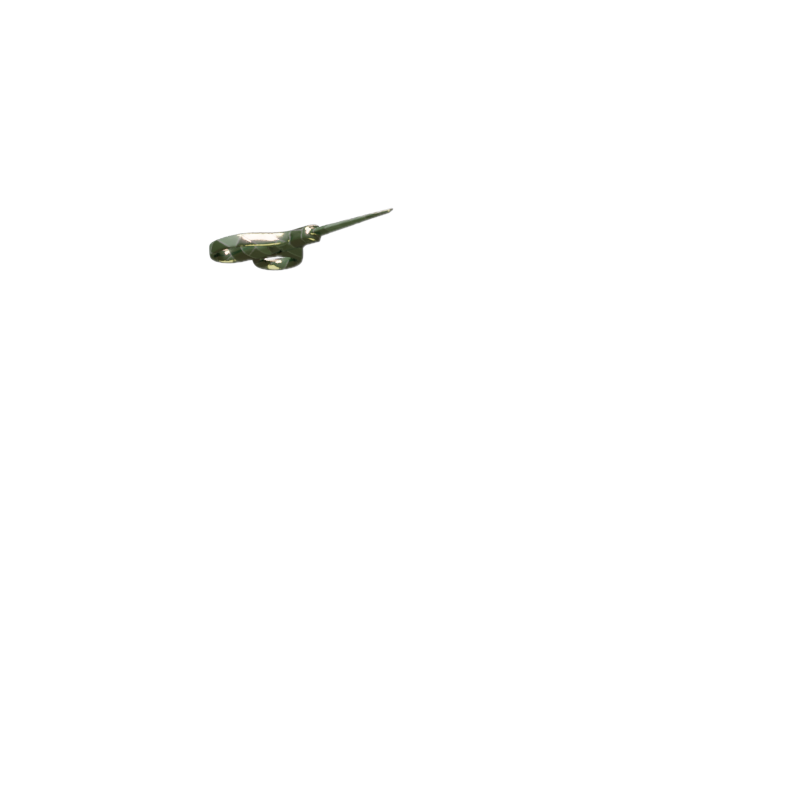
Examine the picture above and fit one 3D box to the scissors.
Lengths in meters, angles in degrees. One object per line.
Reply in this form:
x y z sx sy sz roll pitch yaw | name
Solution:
-0.078 -0.143 0.999 0.207 0.016 0.091 -5 -11 27 | scissors
